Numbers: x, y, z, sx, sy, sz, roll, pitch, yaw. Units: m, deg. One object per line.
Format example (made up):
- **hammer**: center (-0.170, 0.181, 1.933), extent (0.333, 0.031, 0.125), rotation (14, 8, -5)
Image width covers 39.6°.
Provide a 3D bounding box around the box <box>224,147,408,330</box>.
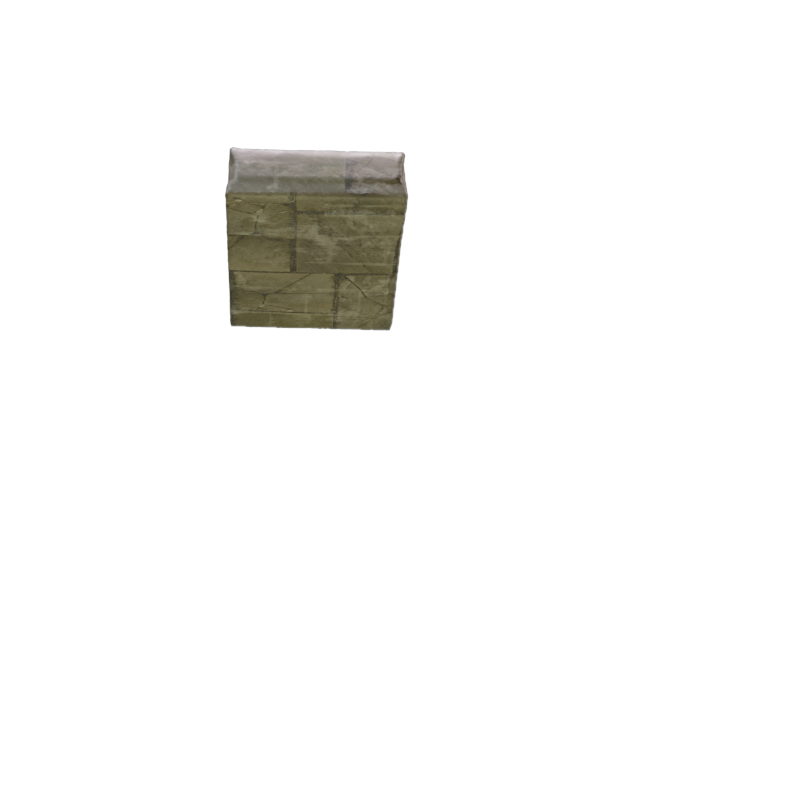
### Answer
- **box**: center (-0.037, -0.068, 0.476), extent (0.073, 0.032, 0.083), rotation (2, -39, -3)
